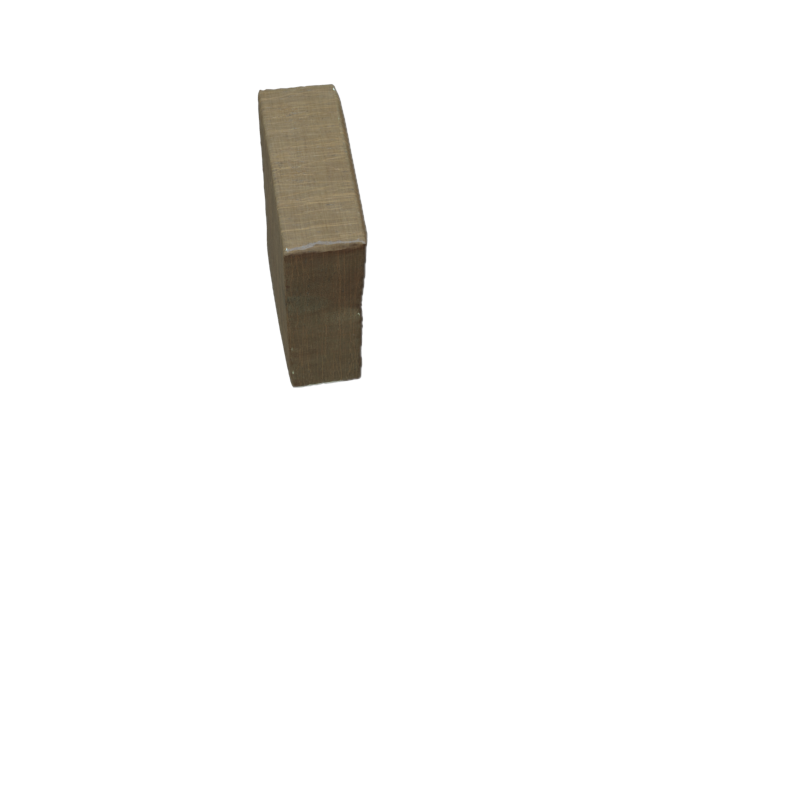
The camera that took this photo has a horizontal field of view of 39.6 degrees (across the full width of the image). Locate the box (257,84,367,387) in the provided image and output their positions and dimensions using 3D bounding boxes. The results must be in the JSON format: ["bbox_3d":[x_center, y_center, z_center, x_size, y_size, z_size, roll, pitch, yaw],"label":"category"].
[{"bbox_3d":[-0.073,-0.133,0.930,0.071,0.176,0.201,-7,-30,-8],"label":"box"}]
